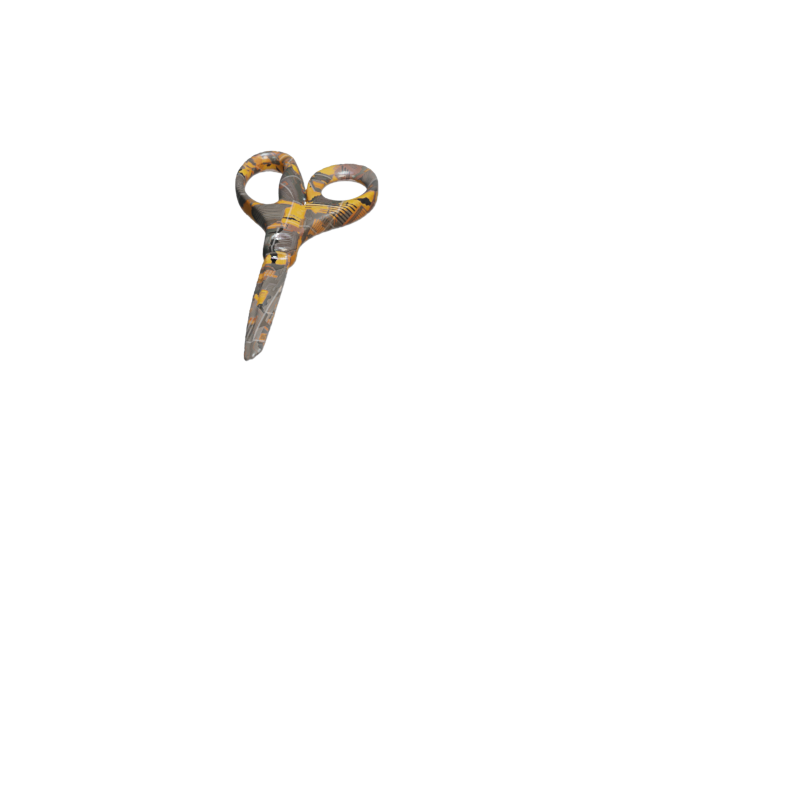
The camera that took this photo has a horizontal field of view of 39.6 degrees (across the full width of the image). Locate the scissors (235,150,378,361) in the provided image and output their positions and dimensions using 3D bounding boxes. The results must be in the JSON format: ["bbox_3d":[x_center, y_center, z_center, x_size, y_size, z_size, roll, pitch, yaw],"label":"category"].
[{"bbox_3d":[-0.049,-0.089,0.624,0.095,0.015,0.217,-7,39,-8],"label":"scissors"}]
